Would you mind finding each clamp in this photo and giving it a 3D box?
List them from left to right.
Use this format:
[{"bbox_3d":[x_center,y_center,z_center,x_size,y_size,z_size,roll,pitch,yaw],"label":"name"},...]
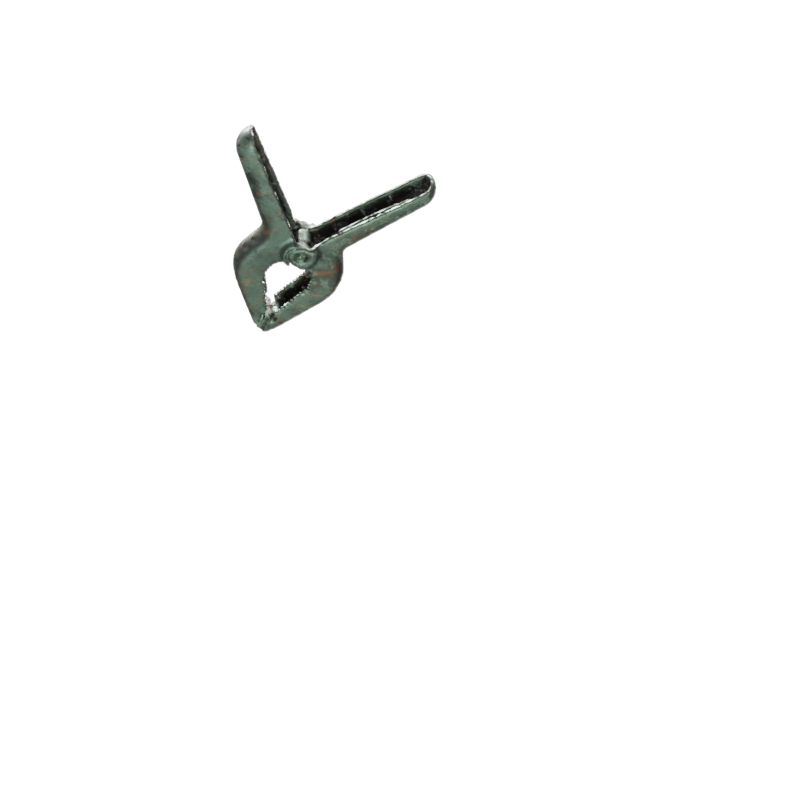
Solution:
[{"bbox_3d":[-0.072,-0.132,0.926,0.161,0.039,0.199,10,-43,-12],"label":"clamp"}]
